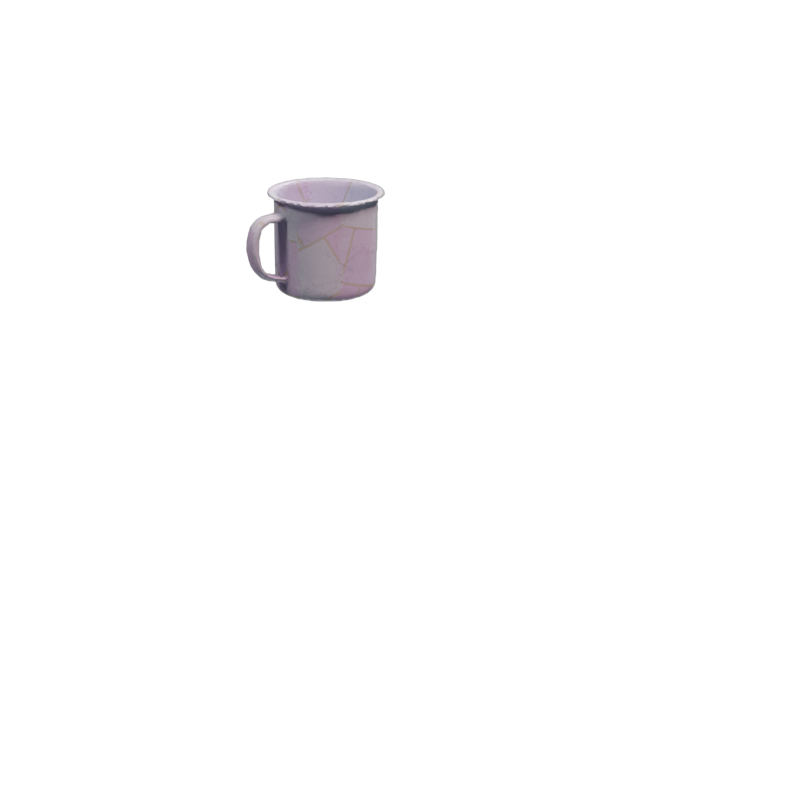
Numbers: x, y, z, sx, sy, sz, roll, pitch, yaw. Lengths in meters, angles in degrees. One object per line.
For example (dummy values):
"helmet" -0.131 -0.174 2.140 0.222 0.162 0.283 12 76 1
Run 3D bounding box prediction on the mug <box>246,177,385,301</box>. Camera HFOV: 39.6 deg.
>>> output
"mug" -0.069 -0.126 0.880 0.115 0.078 0.099 -15 26 -35
